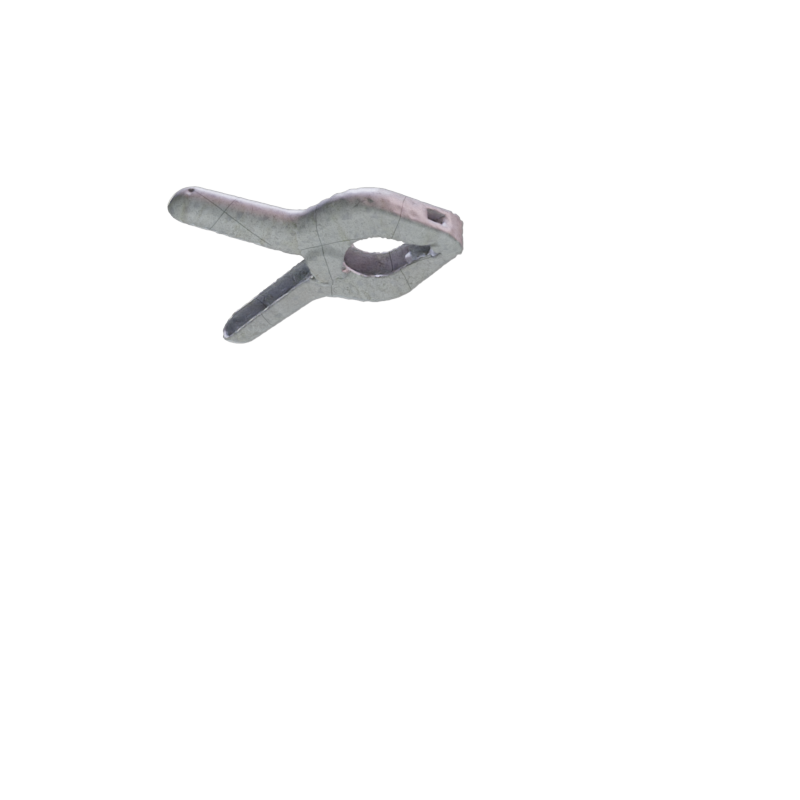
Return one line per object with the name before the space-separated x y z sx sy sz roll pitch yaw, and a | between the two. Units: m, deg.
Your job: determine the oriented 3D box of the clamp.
clamp | -0.052 -0.094 0.661 0.173 0.042 0.111 -15 -43 16
